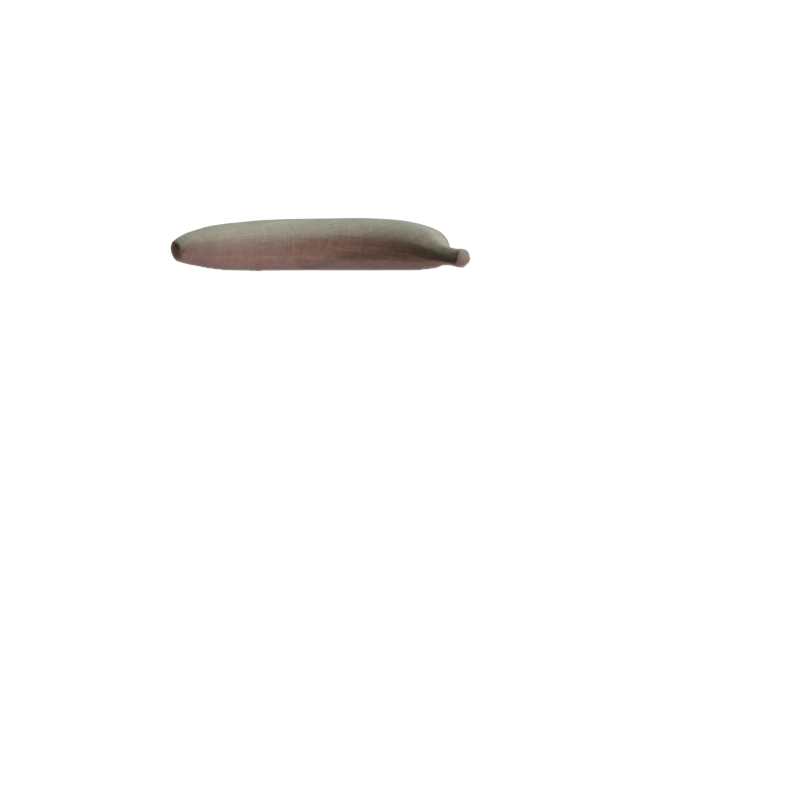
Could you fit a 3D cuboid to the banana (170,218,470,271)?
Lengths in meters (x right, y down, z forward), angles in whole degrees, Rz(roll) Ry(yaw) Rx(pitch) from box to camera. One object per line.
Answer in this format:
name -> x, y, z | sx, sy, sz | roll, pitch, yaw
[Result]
banana -> -0.054, -0.107, 0.757 | 0.199, 0.037, 0.069 | 0, 2, 5
